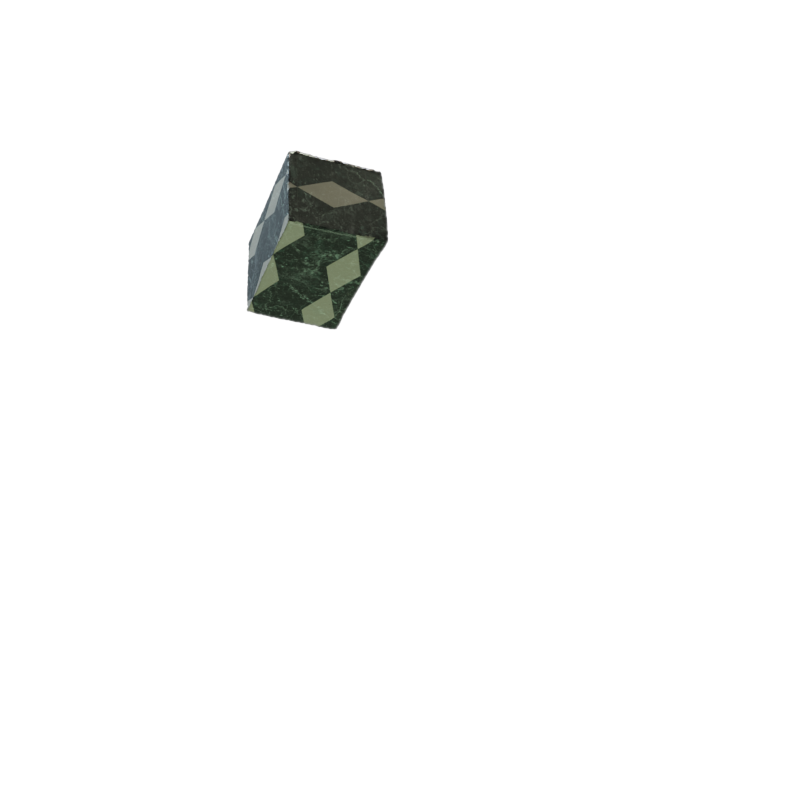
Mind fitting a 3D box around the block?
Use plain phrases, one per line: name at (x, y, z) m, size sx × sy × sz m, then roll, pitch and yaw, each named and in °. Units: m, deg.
block at (-0.045, -0.083, 0.578) m, size 0.051 × 0.055 × 0.075 m, roll 13°, pitch -39°, yaw -18°
